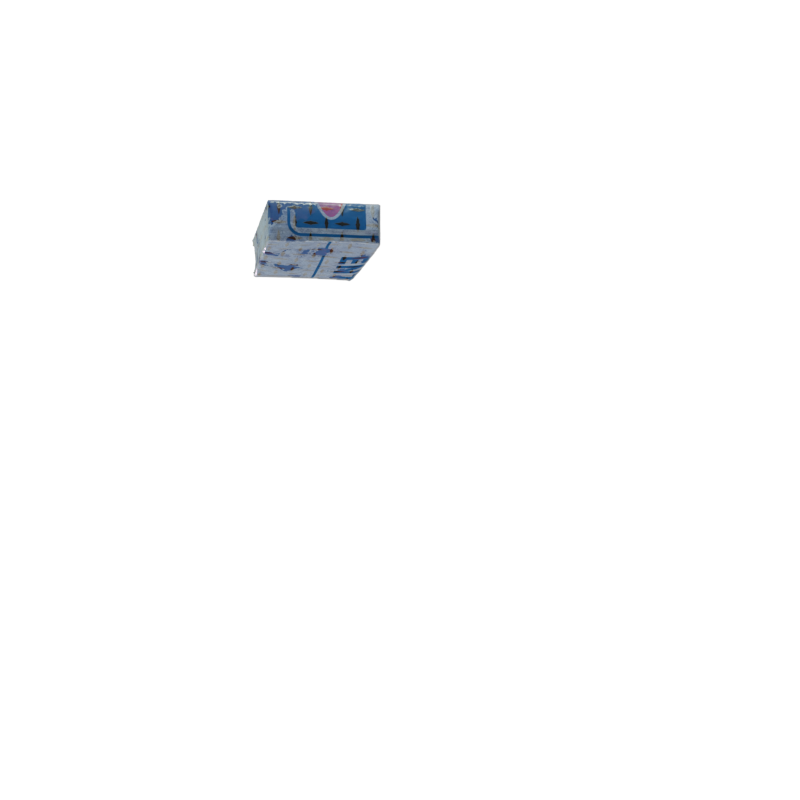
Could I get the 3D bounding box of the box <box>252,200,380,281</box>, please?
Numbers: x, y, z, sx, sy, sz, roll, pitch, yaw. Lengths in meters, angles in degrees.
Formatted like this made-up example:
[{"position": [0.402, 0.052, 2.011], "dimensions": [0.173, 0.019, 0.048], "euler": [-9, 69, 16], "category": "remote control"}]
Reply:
[{"position": [-0.071, -0.129, 0.905], "dimensions": [0.088, 0.040, 0.111], "euler": [2, -12, -12], "category": "box"}]
